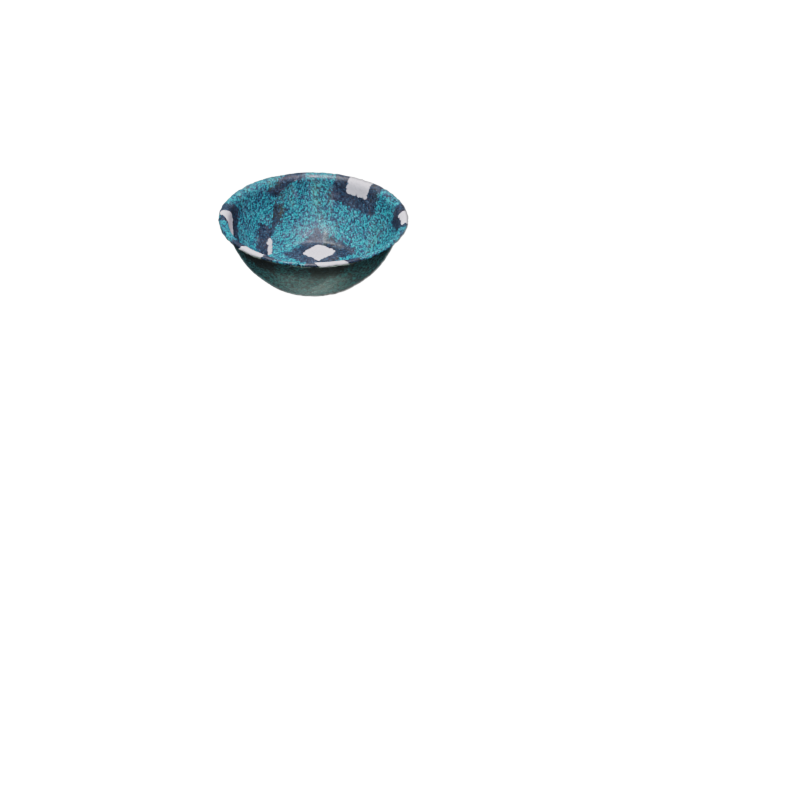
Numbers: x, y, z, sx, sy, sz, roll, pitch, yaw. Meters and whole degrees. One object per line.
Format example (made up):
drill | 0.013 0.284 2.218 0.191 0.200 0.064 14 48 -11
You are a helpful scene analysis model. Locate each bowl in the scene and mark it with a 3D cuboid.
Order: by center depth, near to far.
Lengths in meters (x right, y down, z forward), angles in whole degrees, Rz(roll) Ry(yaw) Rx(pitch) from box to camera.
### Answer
bowl | -0.075 -0.136 0.956 0.162 0.052 0.173 -1 36 -2
